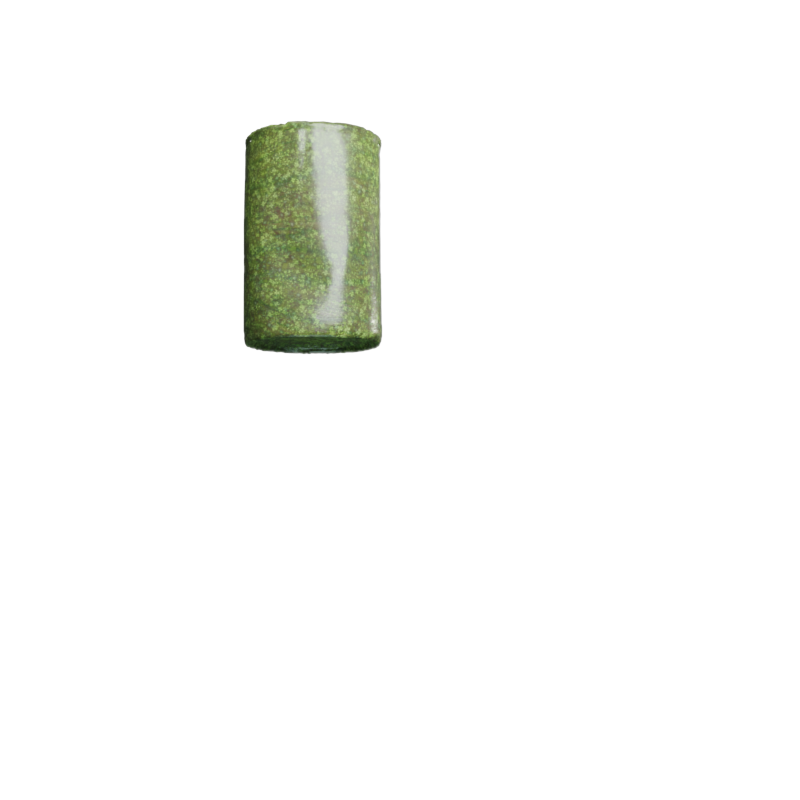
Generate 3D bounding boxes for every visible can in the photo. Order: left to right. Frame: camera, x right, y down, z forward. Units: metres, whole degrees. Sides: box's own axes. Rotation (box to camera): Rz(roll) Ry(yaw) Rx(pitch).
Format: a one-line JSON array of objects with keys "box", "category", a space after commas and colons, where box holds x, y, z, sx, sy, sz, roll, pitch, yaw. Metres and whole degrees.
[{"box": [-0.042, -0.077, 0.540, 0.068, 0.105, 0.067, 0, -10, -2], "category": "can"}]
